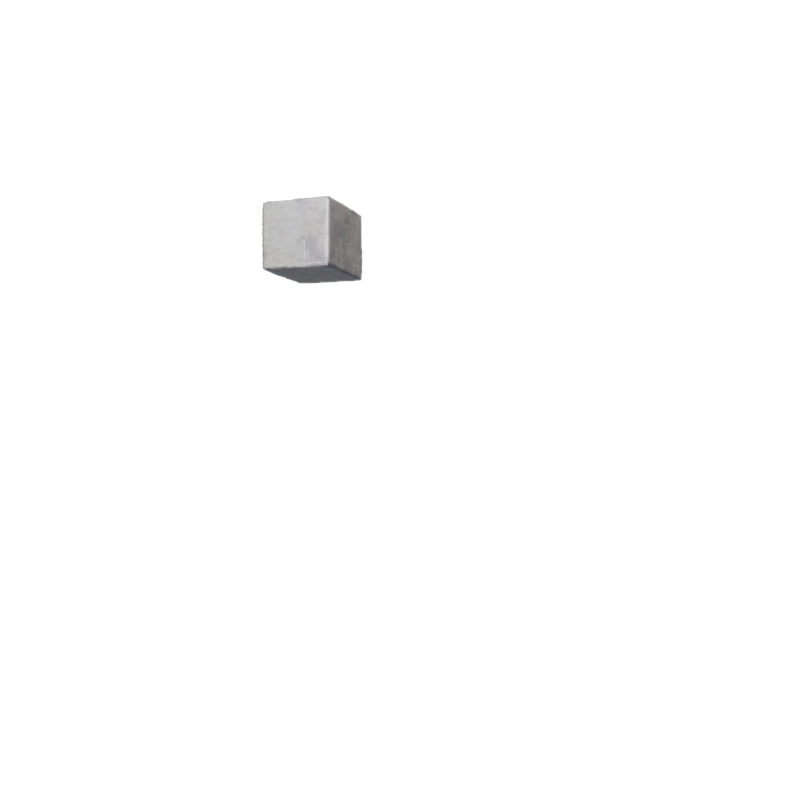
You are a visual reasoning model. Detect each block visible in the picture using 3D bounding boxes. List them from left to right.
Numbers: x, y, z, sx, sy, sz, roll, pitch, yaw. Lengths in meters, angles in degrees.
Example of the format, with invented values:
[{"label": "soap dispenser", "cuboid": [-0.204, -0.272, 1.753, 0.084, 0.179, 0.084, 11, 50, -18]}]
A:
[{"label": "block", "cuboid": [-0.065, -0.118, 0.826, 0.054, 0.052, 0.075, -2, -5, 17]}]
